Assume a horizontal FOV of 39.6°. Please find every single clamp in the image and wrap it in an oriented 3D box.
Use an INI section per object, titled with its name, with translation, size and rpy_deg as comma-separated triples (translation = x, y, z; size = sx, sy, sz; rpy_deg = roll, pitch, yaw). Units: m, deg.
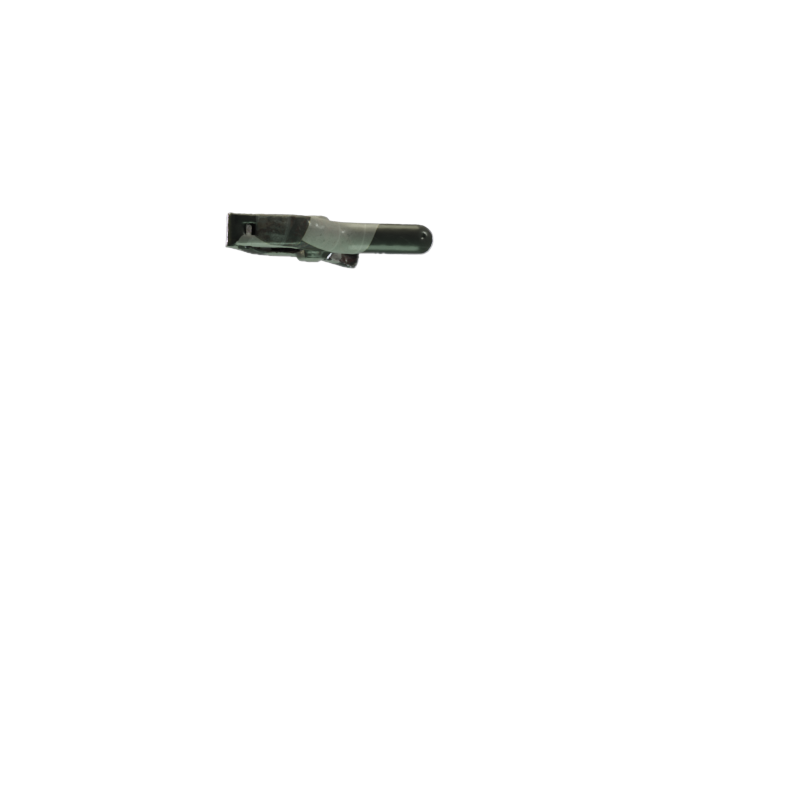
[clamp]
translation = -0.073, -0.133, 0.928
size = 0.166, 0.040, 0.121
rpy_deg = 4, -10, -25
